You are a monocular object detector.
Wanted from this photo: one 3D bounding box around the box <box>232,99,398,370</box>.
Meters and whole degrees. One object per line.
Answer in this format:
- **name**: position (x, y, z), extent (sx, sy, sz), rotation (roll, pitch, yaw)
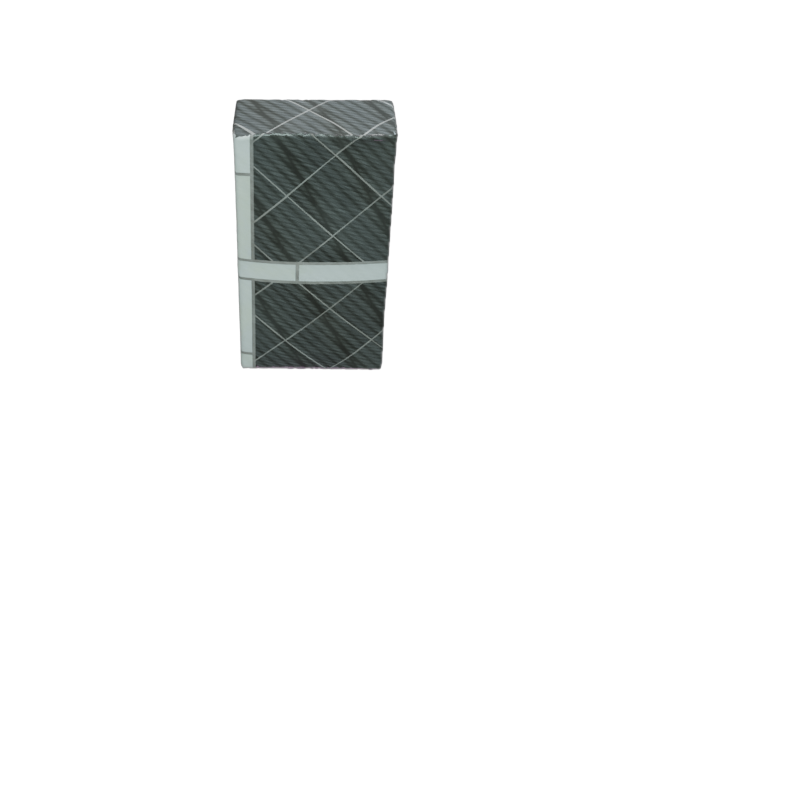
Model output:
- **box**: position (-0.053, -0.095, 0.669), extent (0.093, 0.164, 0.052), rotation (1, 43, -2)
